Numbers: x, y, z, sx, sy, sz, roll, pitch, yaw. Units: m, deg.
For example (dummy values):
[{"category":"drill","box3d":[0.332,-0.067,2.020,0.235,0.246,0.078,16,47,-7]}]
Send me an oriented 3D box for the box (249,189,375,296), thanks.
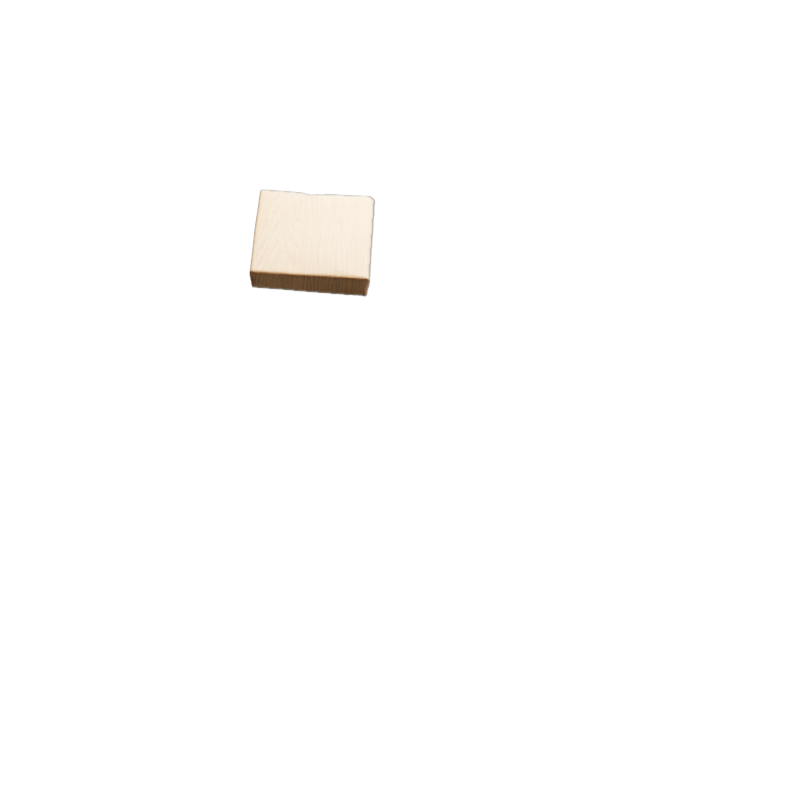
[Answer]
[{"category":"box","box3d":[-0.065,-0.119,0.833,0.089,0.077,0.028,4,-29,2]}]
